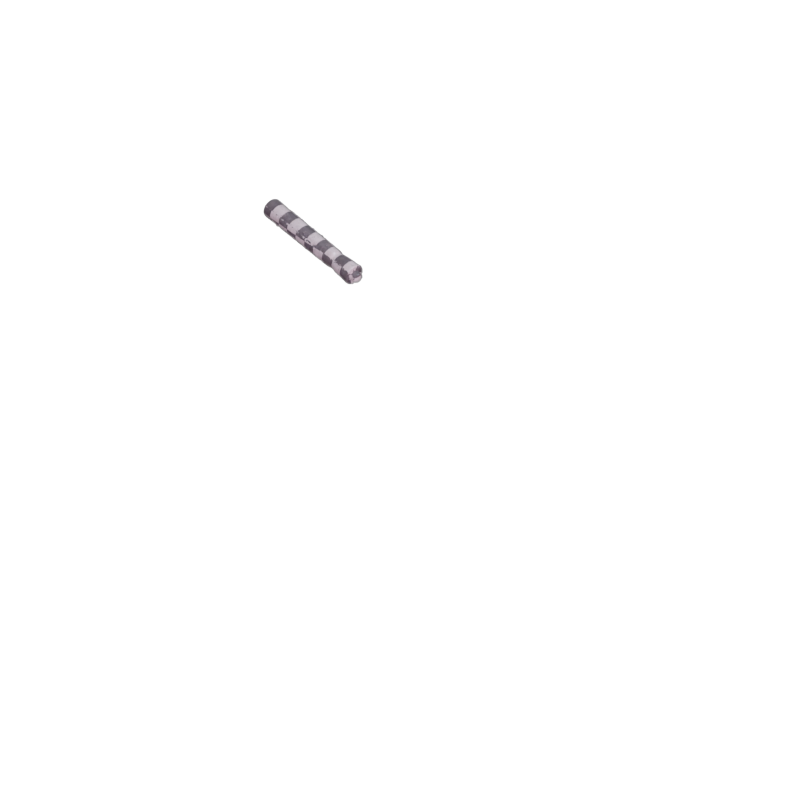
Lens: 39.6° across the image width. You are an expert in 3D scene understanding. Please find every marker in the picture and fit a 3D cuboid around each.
[{"bbox_3d":[-0.075,-0.137,0.959,0.019,0.019,0.130,-3,36,-47],"label":"marker"}]
